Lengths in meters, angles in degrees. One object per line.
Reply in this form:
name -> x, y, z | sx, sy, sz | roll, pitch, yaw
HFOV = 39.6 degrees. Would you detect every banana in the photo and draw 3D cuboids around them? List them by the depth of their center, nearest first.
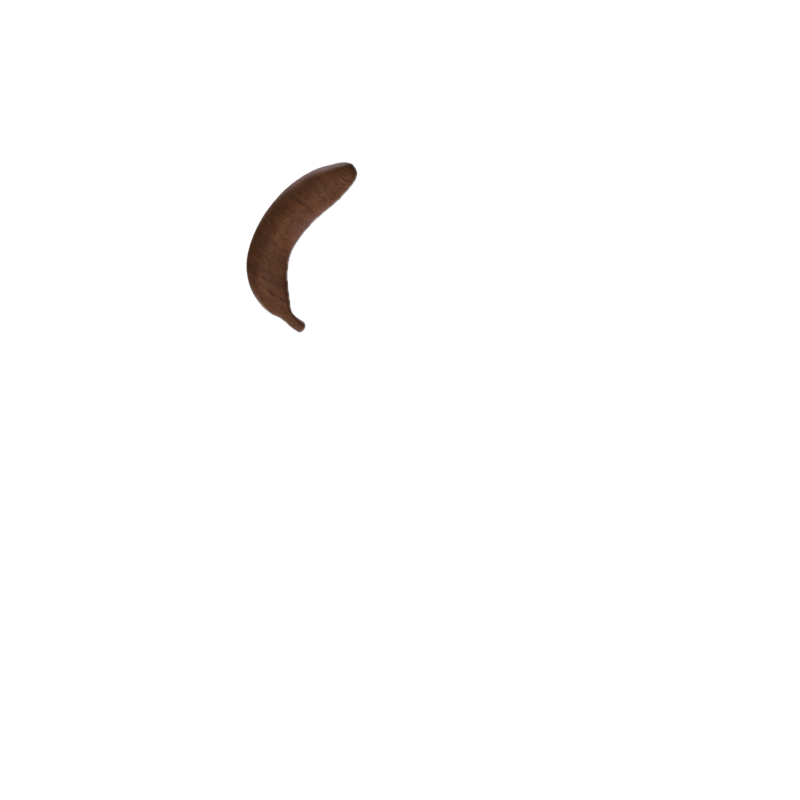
banana -> -0.095, -0.139, 0.972 | 0.068, 0.039, 0.188 | 11, -44, -13
